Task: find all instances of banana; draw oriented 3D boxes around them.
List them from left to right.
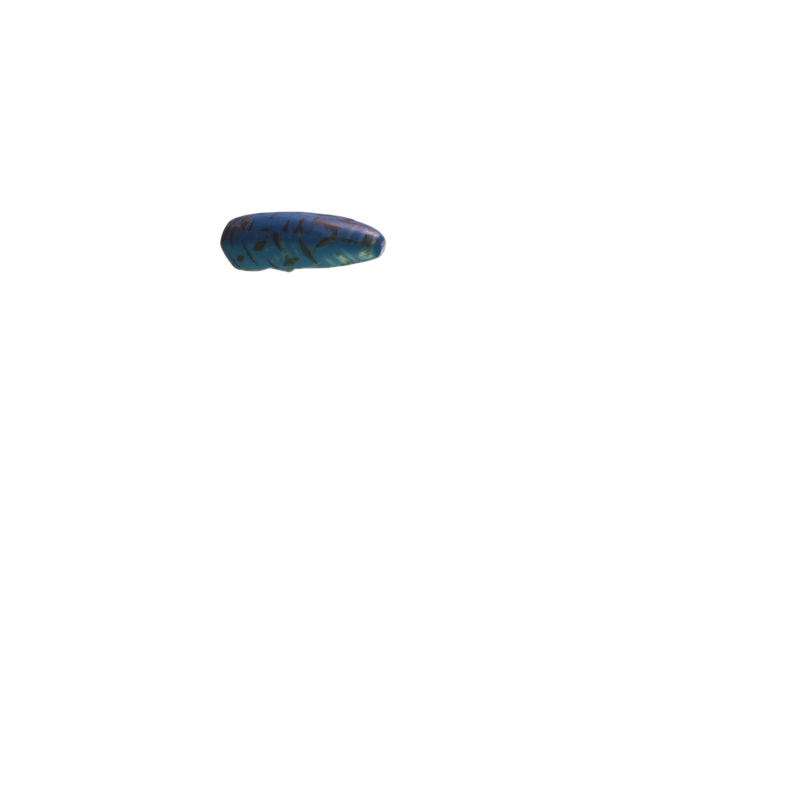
[{"bbox_3d":[-0.074,-0.101,0.707,0.068,0.037,0.203,-2,6,-21],"label":"banana"}]
